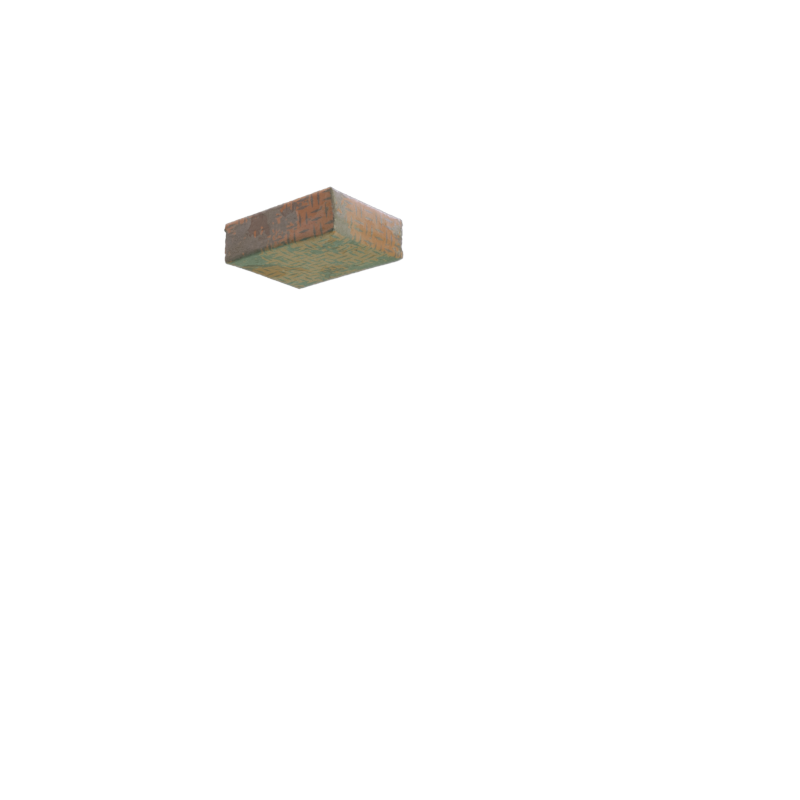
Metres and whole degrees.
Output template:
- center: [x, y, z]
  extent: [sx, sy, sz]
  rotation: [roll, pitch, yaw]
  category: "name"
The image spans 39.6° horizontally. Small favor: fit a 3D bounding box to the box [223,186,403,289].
- center: [-0.068, -0.124, 0.867]
  extent: [0.116, 0.040, 0.085]
  rotation: [-9, -16, 37]
  category: "box"
